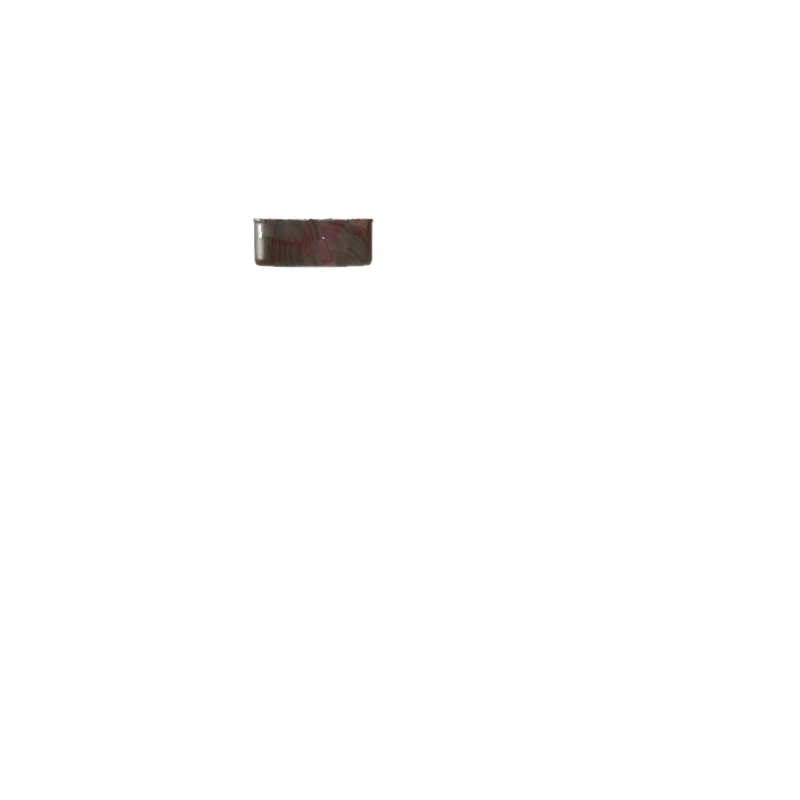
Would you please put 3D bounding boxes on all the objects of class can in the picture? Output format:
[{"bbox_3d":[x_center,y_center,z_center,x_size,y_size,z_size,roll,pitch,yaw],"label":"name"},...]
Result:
[{"bbox_3d":[-0.062,-0.113,0.790,0.086,0.033,0.087,0,8,-2],"label":"can"}]
